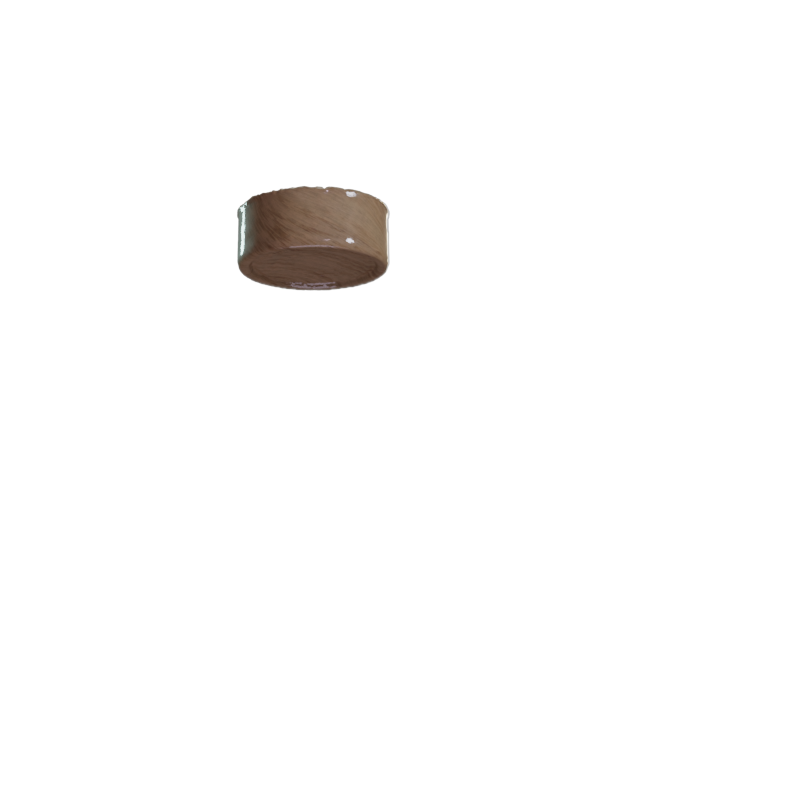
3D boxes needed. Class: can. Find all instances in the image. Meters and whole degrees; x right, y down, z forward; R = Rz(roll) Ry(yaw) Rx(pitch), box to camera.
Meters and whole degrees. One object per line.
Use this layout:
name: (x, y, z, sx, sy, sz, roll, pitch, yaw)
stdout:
can: (-0.048, -0.088, 0.619, 0.086, 0.035, 0.083, 0, -13, -2)
